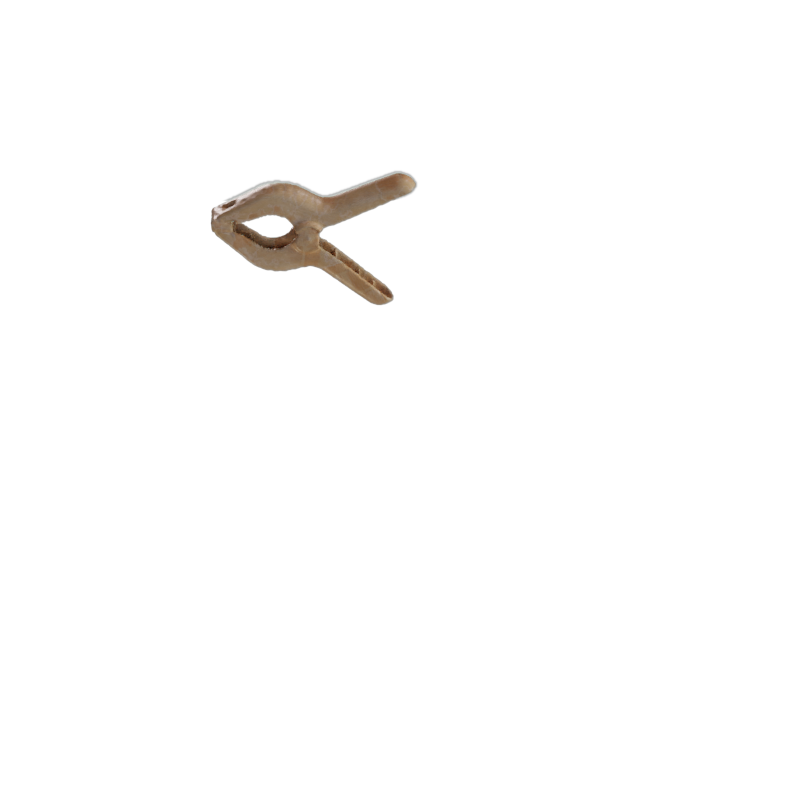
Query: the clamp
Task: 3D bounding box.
[{"bbox_3d":[-0.073,-0.134,0.938,0.171,0.115,0.041,0,21,0],"label":"clamp"}]
